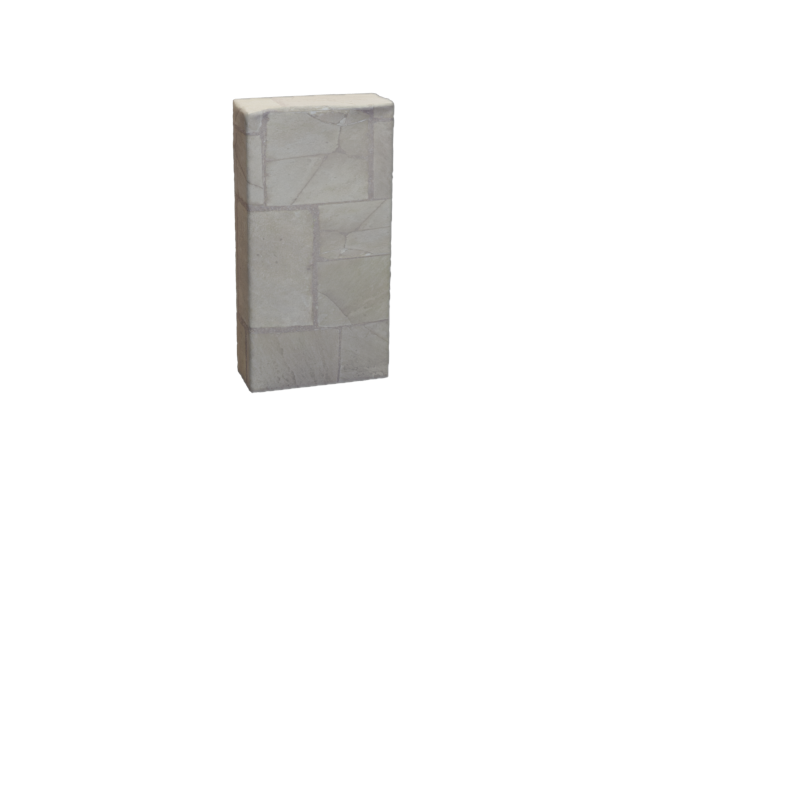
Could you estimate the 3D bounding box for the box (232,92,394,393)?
[{"bbox_3d":[-0.053,-0.097,0.680,0.092,0.169,0.051,-5,21,-17],"label":"box"}]
